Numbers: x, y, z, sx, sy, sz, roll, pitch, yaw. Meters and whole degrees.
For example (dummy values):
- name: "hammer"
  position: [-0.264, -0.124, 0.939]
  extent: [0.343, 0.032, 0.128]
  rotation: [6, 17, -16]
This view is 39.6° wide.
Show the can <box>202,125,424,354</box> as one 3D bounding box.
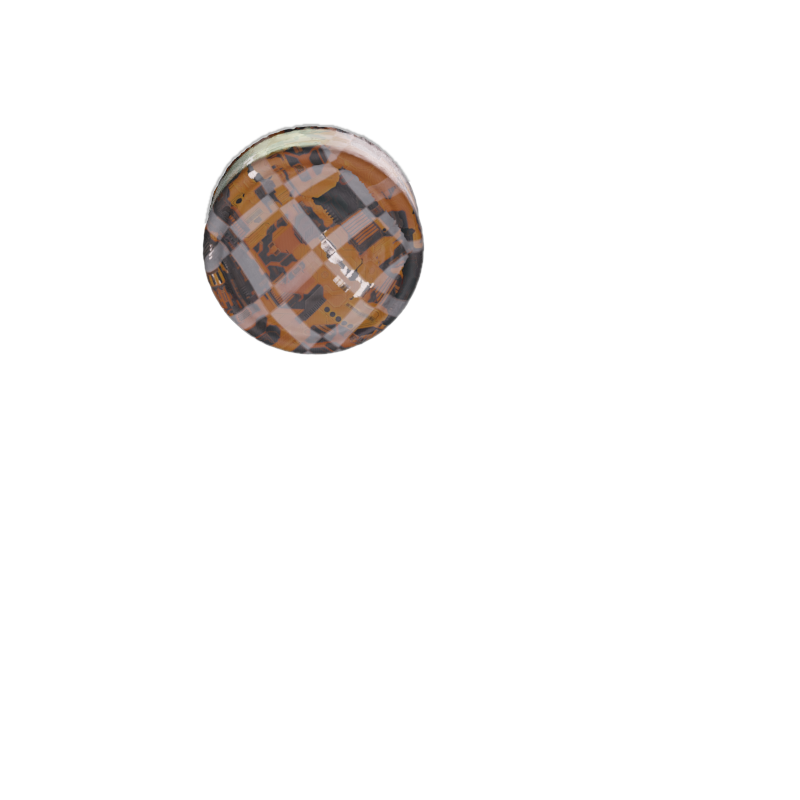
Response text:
- name: "can"
  position: [-0.034, -0.062, 0.433]
  extent: [0.086, 0.082, 0.035]
  rotation: [0, 21, -1]
